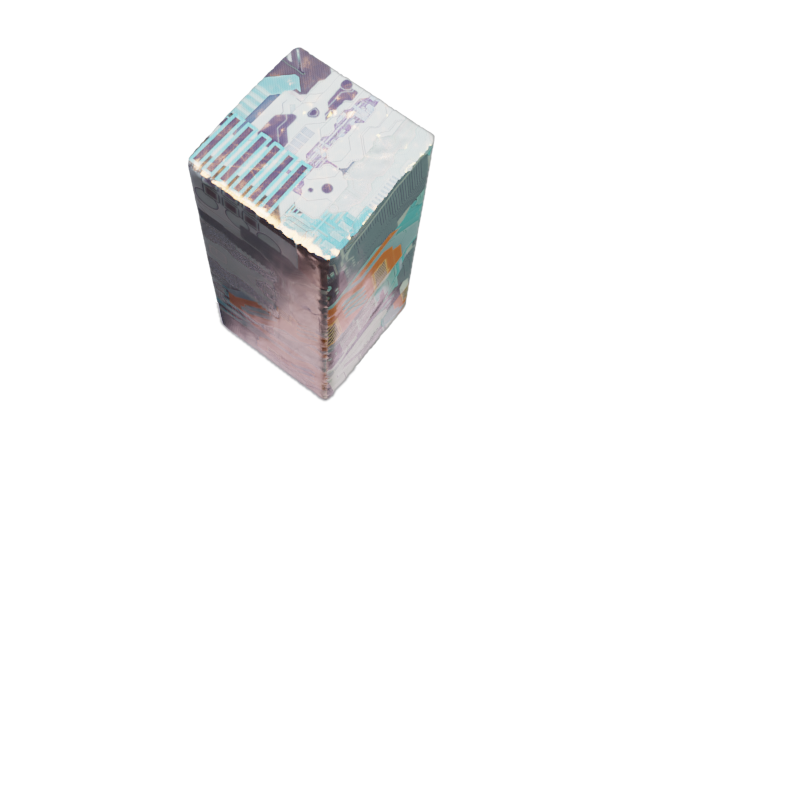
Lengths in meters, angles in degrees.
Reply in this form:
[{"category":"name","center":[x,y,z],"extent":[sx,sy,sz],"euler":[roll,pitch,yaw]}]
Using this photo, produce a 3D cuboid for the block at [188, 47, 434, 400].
[{"category":"block","center":[-0.050,-0.089,0.627],"extent":[0.094,0.092,0.196],"euler":[36,-18,9]}]
